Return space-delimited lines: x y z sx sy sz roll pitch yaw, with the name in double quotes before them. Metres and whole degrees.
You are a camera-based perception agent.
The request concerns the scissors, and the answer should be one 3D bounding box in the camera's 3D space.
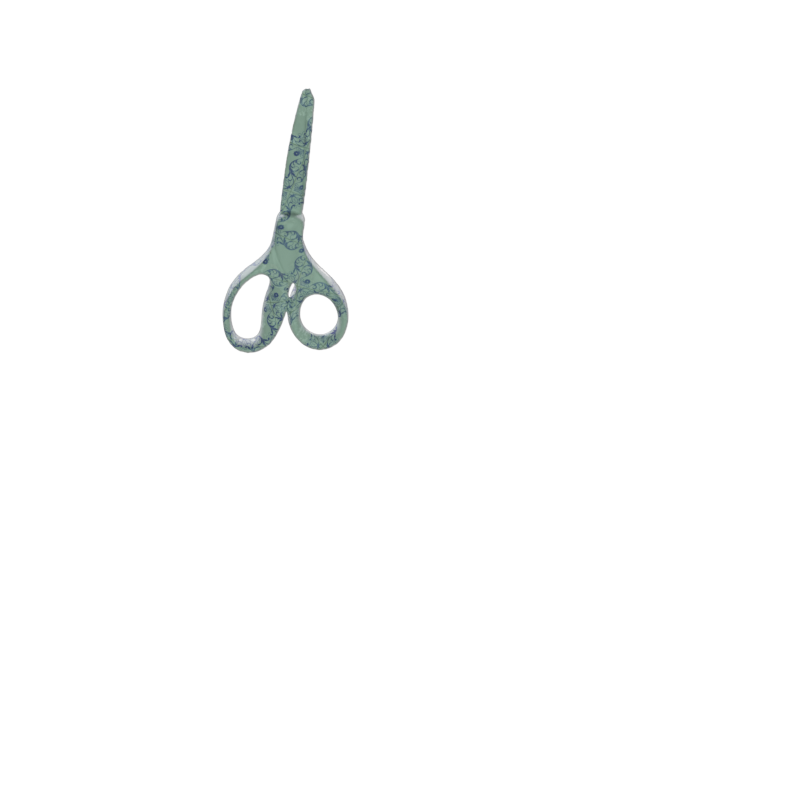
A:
"scissors" -0.058 -0.106 0.741 0.094 0.194 0.017 21 32 -14
